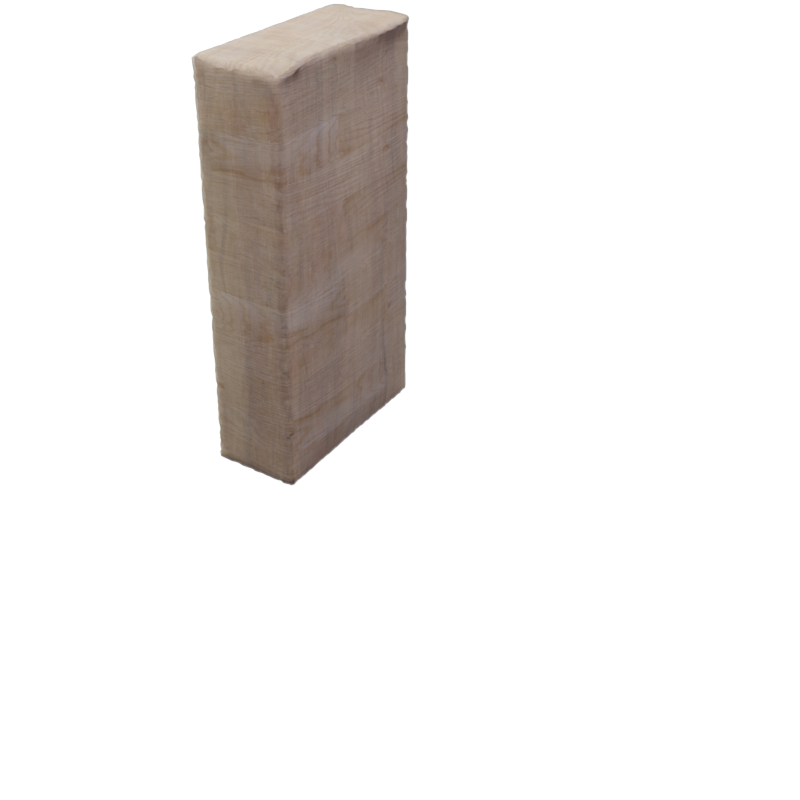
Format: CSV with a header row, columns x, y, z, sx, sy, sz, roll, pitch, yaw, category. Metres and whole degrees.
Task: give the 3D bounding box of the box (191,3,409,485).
x,y,z,sx,sy,sz,roll,pitch,yaw,category
-0.036,-0.065,0.456,0.050,0.166,0.094,18,34,26,box
